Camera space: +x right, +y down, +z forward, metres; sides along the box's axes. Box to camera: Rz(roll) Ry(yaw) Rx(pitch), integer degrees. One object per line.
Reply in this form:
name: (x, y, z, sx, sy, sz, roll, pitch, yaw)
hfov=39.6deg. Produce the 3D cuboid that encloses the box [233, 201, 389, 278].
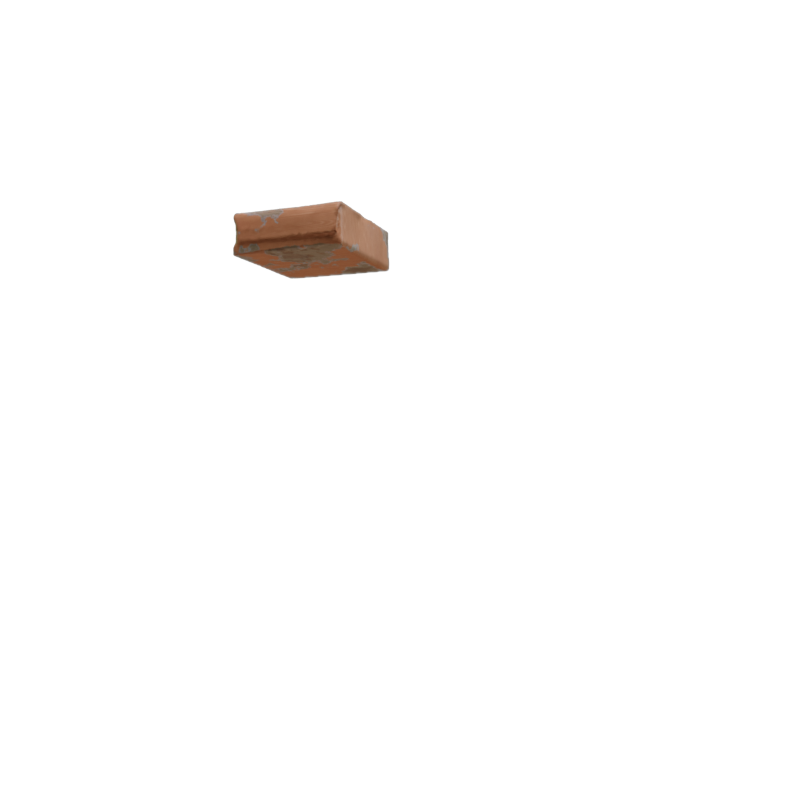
box: (-0.056, -0.102, 0.713, 0.075, 0.031, 0.085, -3, -7, 21)
